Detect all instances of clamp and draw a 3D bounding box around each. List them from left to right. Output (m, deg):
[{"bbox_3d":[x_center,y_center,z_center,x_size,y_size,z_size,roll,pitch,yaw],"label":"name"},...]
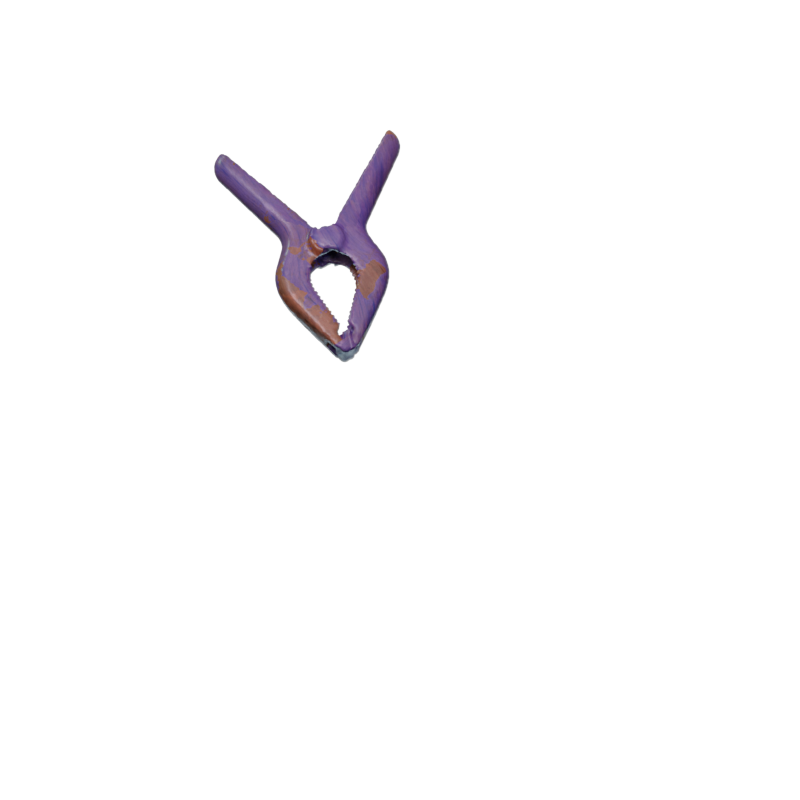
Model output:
[{"bbox_3d":[-0.074,-0.134,0.940,0.164,0.222,0.034,-4,-25,-2],"label":"clamp"}]
